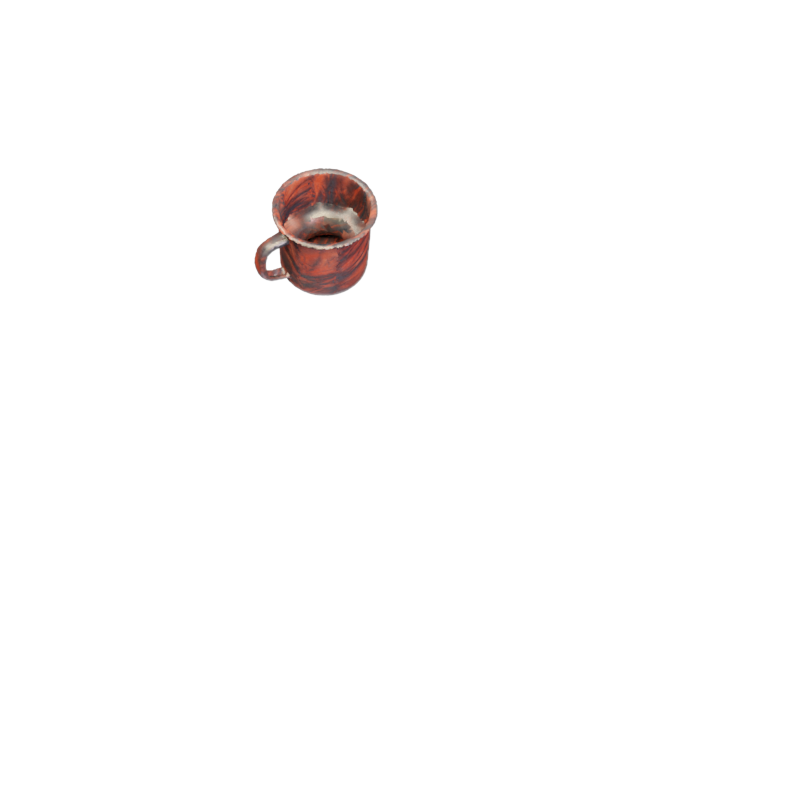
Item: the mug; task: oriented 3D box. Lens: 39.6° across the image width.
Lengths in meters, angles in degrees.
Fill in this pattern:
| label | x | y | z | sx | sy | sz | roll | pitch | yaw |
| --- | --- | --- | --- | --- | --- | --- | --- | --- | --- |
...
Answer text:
| label | x | y | z | sx | sy | sz | roll | pitch | yaw |
| --- | --- | --- | --- | --- | --- | --- | --- | --- | --- |
| mug | -0.078 | -0.142 | 0.997 | 0.117 | 0.100 | 0.076 | -30 | -29 | -21 |
